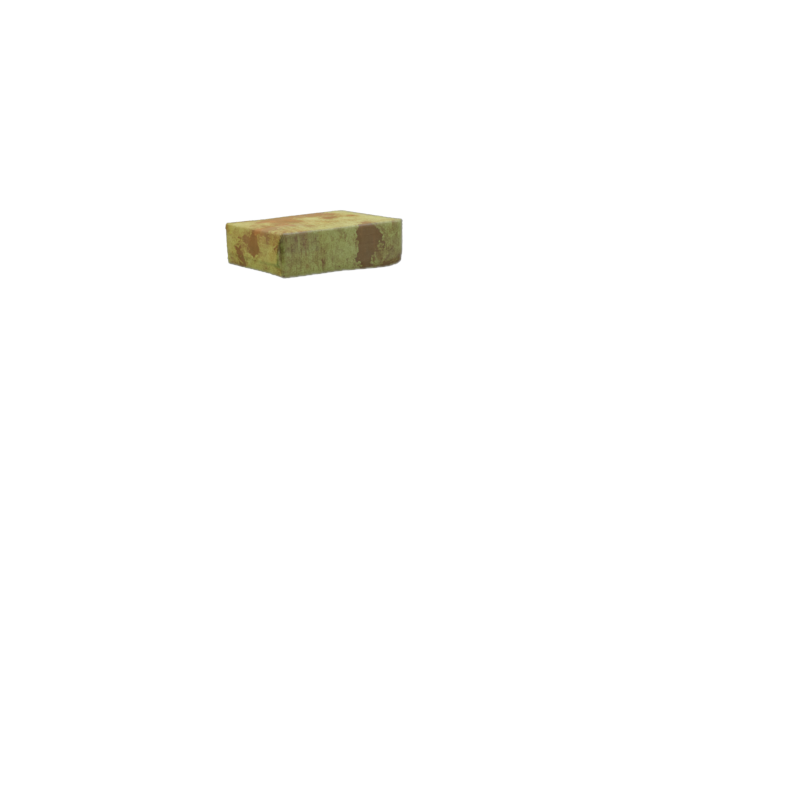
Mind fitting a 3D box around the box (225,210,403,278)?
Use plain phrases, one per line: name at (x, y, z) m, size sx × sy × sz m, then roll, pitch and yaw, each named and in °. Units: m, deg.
box at (-0.068, -0.124, 0.870) m, size 0.110 × 0.038 × 0.095 m, roll -10°, pitch 18°, yaw -32°
